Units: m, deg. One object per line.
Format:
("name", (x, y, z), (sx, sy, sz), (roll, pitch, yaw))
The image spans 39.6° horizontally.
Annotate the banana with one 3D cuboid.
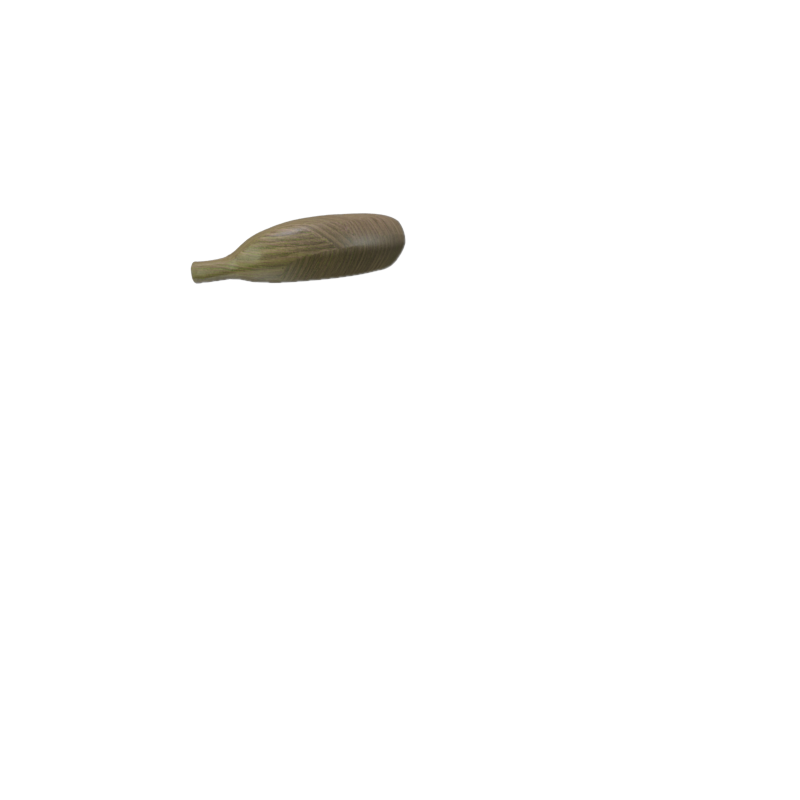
("banana", (-0.039, -0.094, 0.668), (0.072, 0.036, 0.193), (6, 13, 30))
